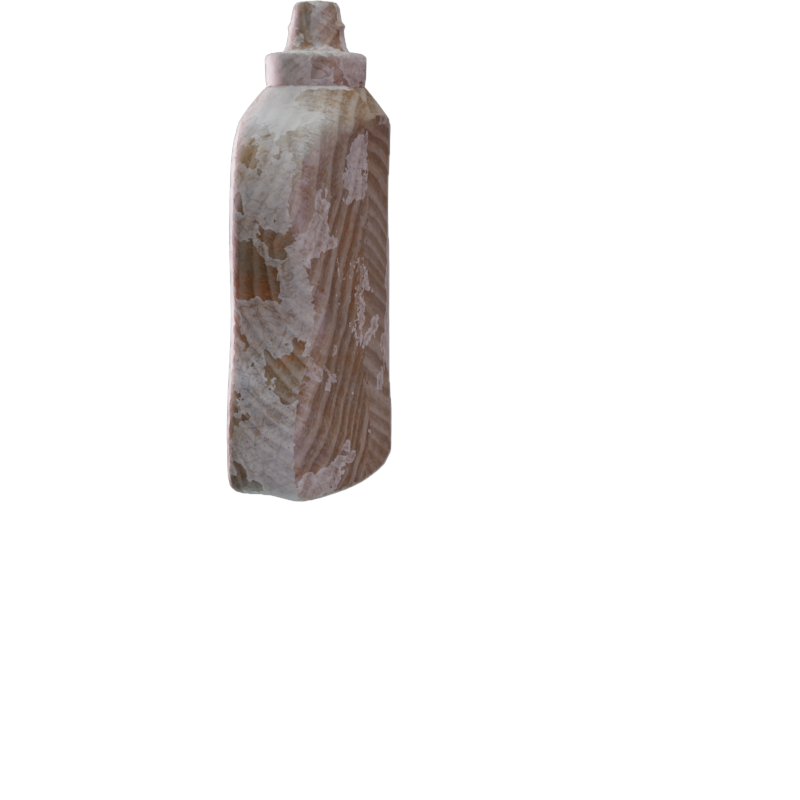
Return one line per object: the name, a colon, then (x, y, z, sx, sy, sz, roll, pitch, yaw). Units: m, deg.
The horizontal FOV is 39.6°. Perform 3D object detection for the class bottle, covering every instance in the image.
bottle: (-0.035, -0.064, 0.452, 0.060, 0.189, 0.094, 3, 8, 23)
